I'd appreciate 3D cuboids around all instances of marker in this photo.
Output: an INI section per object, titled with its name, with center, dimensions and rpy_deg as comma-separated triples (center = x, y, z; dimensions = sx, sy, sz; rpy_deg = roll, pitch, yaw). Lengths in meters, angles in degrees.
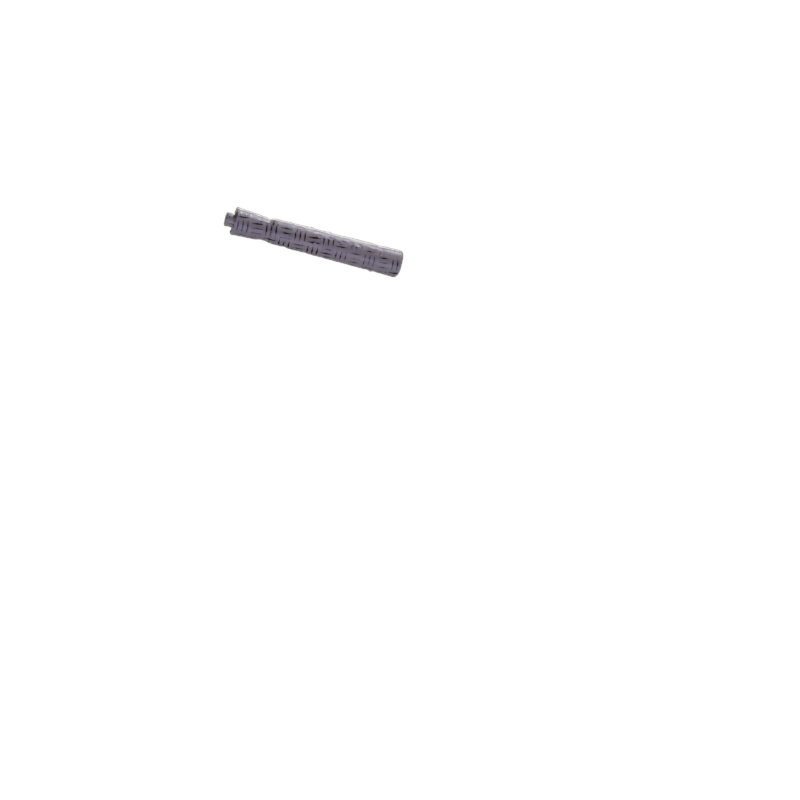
[marker]
center = -0.057, -0.105, 0.734
dimensions = 0.118, 0.020, 0.020
rpy_deg = 13, 1, -11
